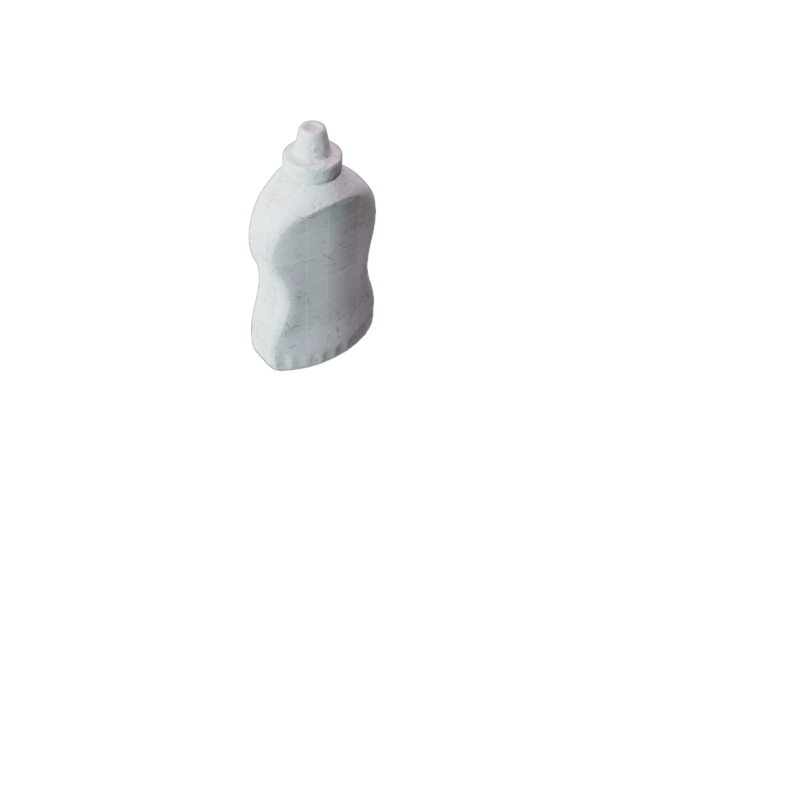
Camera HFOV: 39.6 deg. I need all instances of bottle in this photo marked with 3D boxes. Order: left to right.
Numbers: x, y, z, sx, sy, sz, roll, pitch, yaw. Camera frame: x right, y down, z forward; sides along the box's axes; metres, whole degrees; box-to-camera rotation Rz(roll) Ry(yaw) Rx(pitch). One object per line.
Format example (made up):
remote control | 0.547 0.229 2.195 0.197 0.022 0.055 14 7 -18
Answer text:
bottle | -0.062 -0.113 0.792 0.095 0.179 0.063 -23 48 -27
